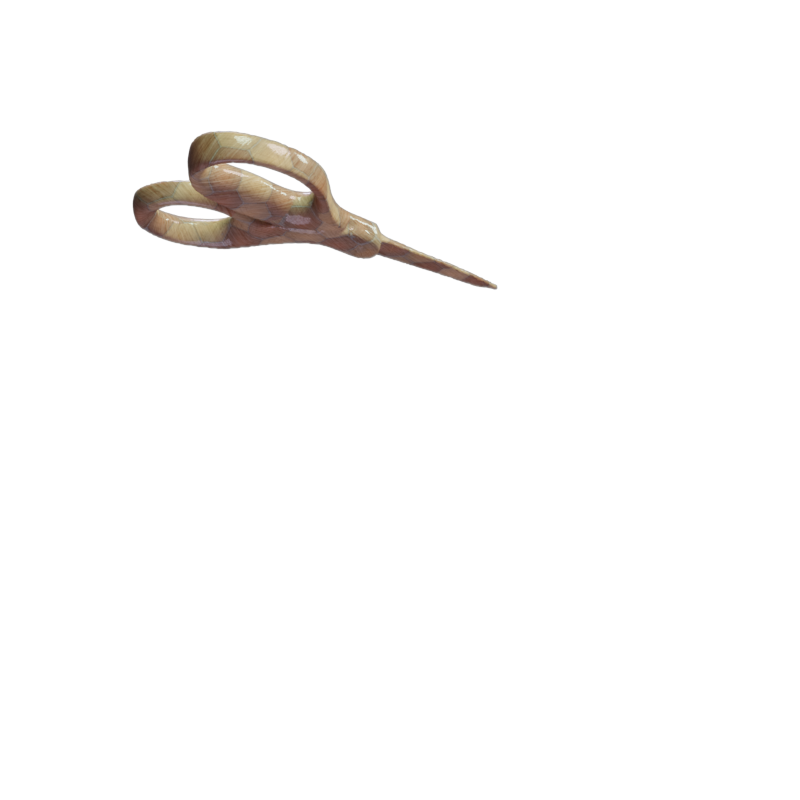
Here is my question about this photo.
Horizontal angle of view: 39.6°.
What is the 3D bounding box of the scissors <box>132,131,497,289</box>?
[{"bbox_3d":[-0.040,-0.073,0.510,0.098,0.016,0.189,-9,-18,29],"label":"scissors"}]
